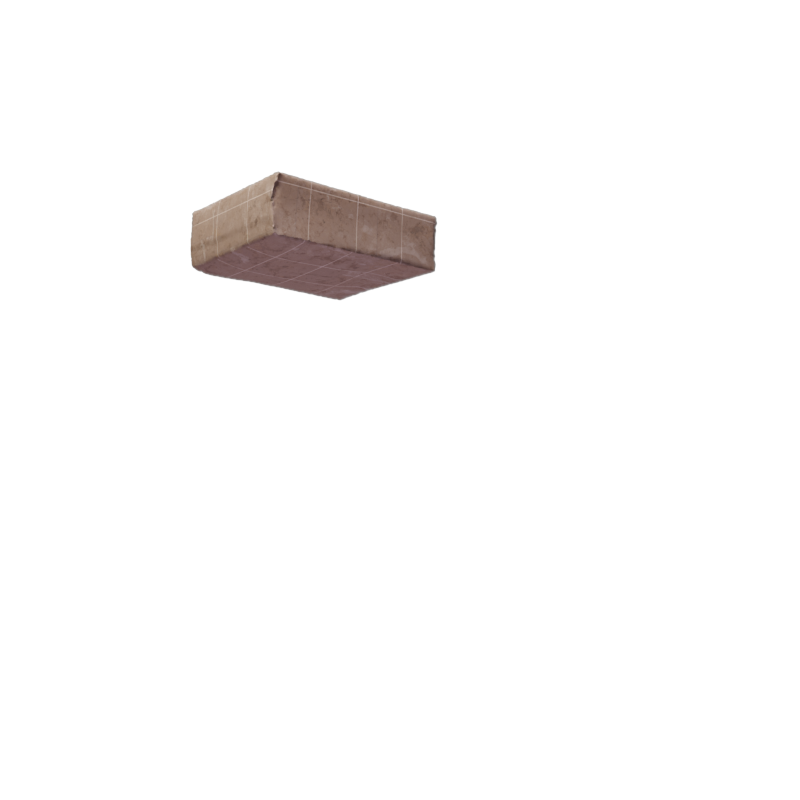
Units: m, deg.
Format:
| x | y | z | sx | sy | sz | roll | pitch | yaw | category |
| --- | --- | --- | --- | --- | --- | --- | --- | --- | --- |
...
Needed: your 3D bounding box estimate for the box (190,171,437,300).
| x | y | z | sx | sy | sz | roll | pitch | yaw | category |
| --- | --- | --- | --- | --- | --- | --- | --- | --- | --- |
| -0.049 | -0.090 | 0.630 | 0.108 | 0.040 | 0.091 | 7 | -13 | -37 | box |
